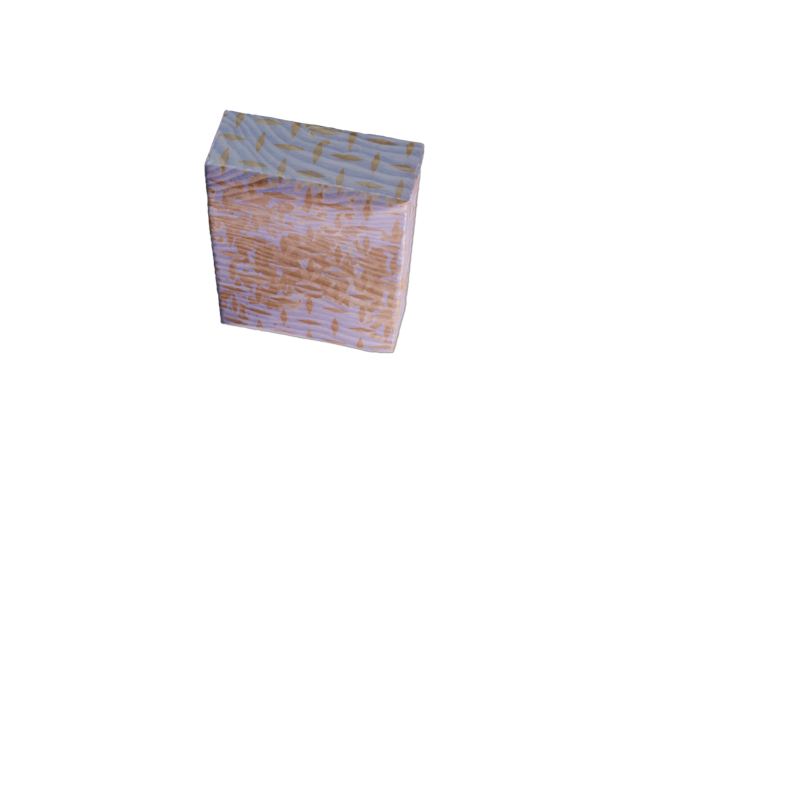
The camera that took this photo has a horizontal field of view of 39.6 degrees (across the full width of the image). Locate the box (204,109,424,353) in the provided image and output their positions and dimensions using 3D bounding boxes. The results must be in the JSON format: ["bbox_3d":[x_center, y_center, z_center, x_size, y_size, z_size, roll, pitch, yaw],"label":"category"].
[{"bbox_3d":[-0.073,-0.133,0.931,0.166,0.076,0.200,12,-33,5],"label":"box"}]
